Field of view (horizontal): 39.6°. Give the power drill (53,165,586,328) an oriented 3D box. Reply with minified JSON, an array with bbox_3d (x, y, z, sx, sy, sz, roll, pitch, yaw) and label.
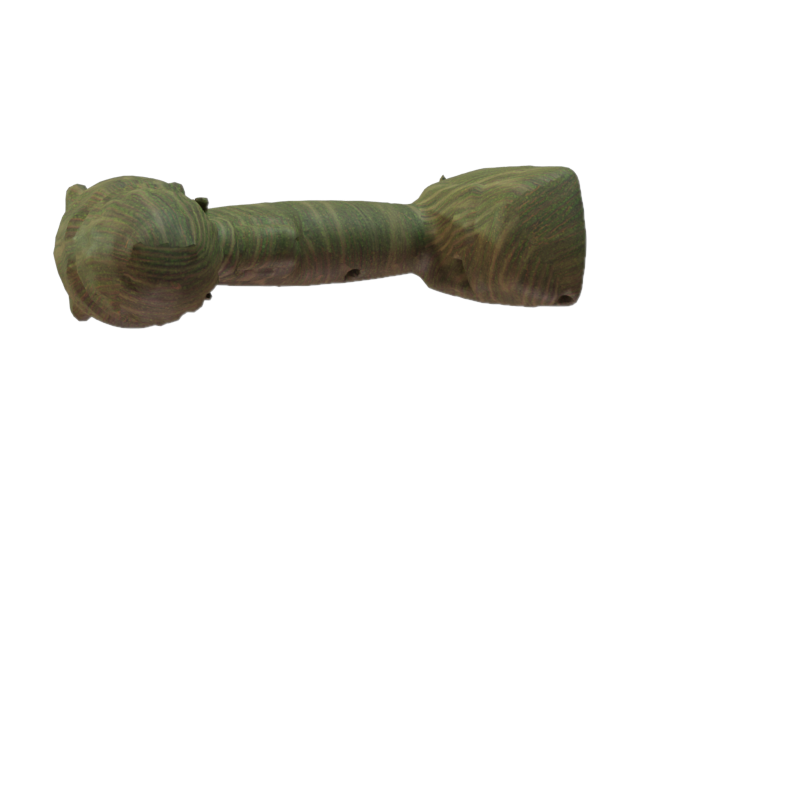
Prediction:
[{"bbox_3d":[-0.032,-0.058,0.409,0.184,0.057,0.191,-3,10,-17],"label":"power drill"}]
